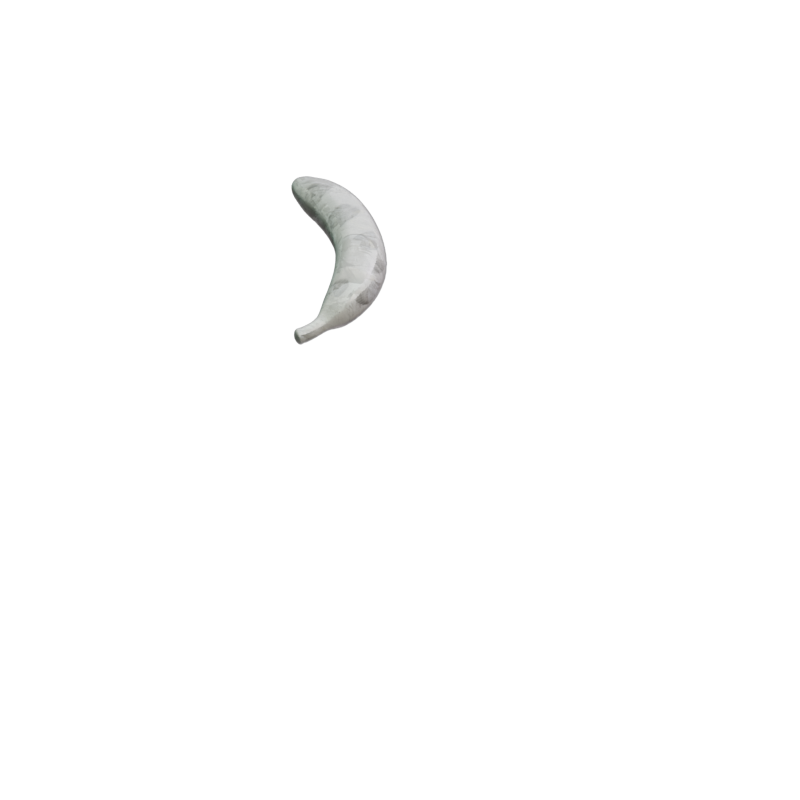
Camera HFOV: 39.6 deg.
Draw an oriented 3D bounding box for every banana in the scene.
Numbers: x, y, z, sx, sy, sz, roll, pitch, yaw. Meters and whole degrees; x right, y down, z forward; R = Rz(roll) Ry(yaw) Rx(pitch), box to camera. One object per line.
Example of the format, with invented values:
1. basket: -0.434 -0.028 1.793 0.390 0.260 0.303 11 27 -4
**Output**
1. banana: -0.046 -0.117 0.830 0.069 0.034 0.212 -2 39 -4
